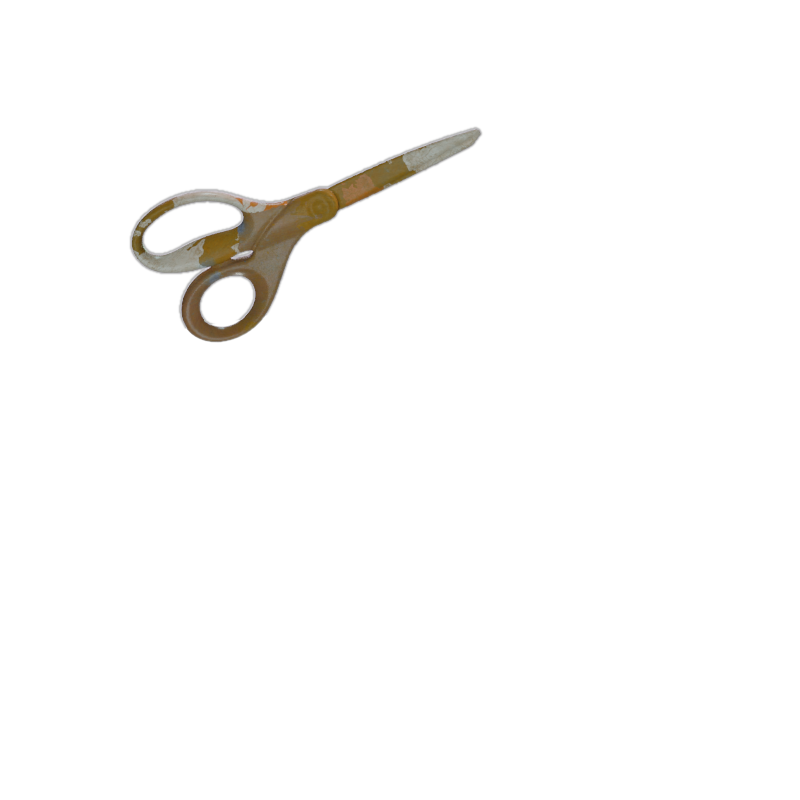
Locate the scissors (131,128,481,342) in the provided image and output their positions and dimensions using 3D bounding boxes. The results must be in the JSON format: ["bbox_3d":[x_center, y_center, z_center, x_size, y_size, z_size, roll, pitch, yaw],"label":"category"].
[{"bbox_3d":[-0.049,-0.089,0.621,0.202,0.093,0.016,-9,14,2],"label":"scissors"}]
